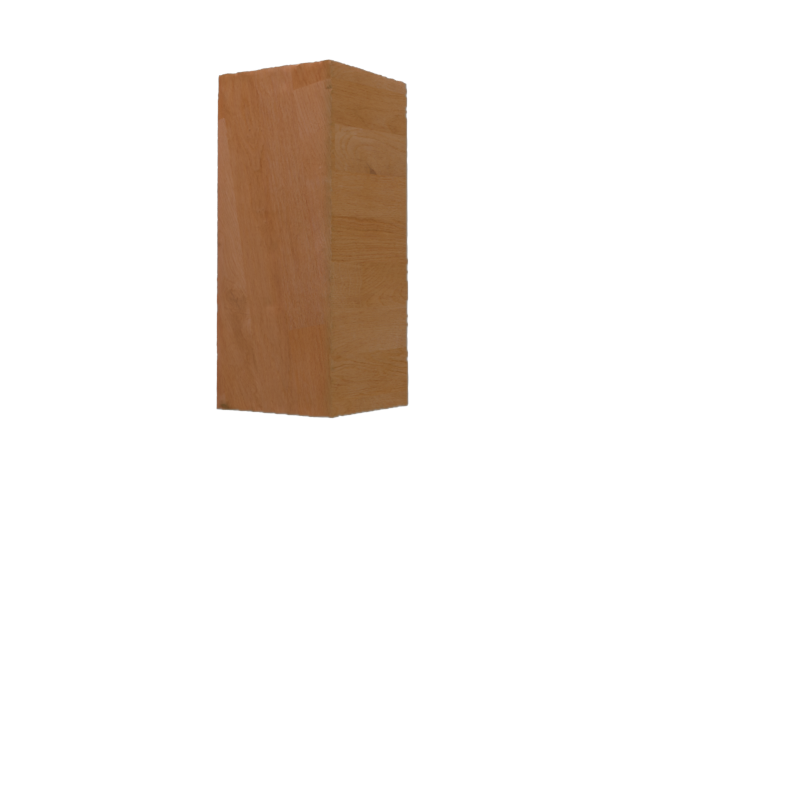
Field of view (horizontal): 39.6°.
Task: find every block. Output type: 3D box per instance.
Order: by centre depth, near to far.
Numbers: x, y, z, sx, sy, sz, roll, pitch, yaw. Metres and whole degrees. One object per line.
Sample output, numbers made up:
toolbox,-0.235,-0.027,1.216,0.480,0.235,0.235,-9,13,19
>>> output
block,-0.055,-0.099,0.694,0.093,0.207,0.087,-1,-2,33
